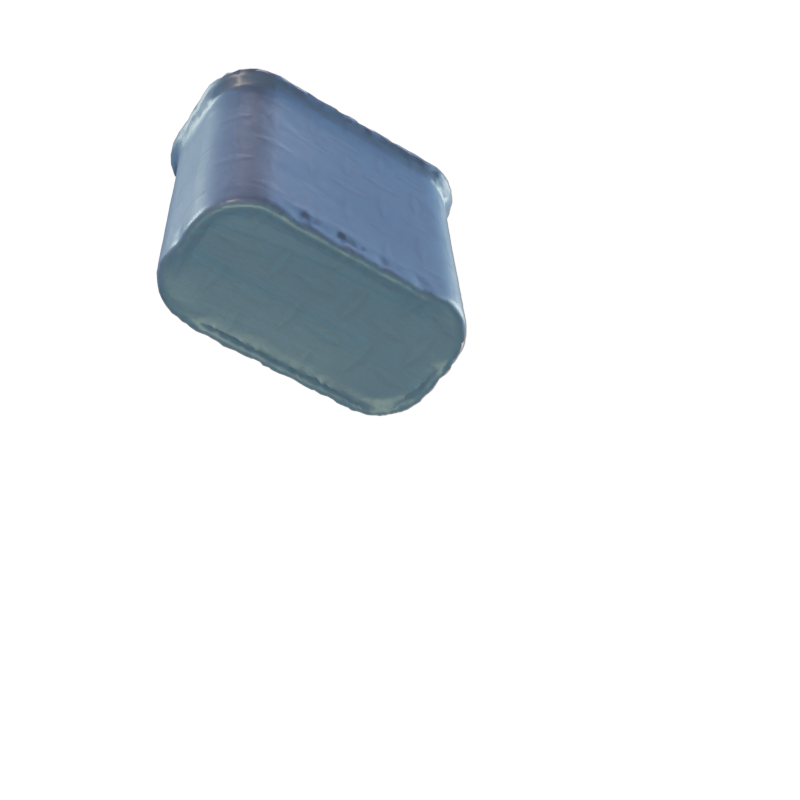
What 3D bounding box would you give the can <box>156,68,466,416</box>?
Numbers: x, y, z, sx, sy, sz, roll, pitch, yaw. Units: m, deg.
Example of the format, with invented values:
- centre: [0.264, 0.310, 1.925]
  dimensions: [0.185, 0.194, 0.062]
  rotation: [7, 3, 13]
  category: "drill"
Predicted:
- centre: [-0.029, -0.053, 0.369]
  dimensions: [0.098, 0.056, 0.090]
  rotation: [27, 32, -20]
  category: "can"
